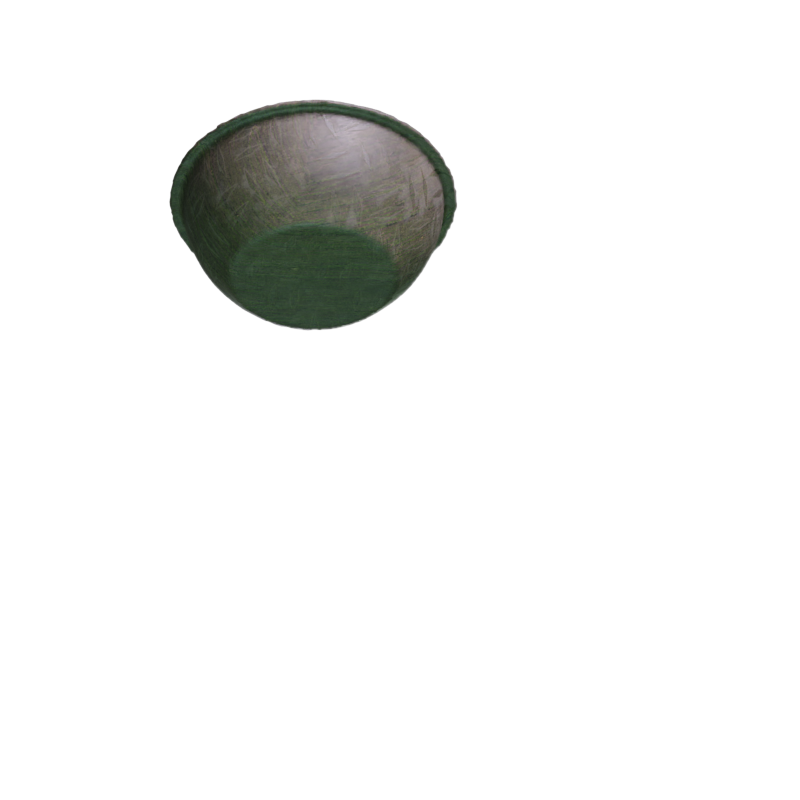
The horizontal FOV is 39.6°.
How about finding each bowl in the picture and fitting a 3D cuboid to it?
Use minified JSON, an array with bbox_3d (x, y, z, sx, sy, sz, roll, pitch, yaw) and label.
[{"bbox_3d":[-0.048,-0.087,0.610,0.162,0.059,0.151,1,-36,-2],"label":"bowl"}]
